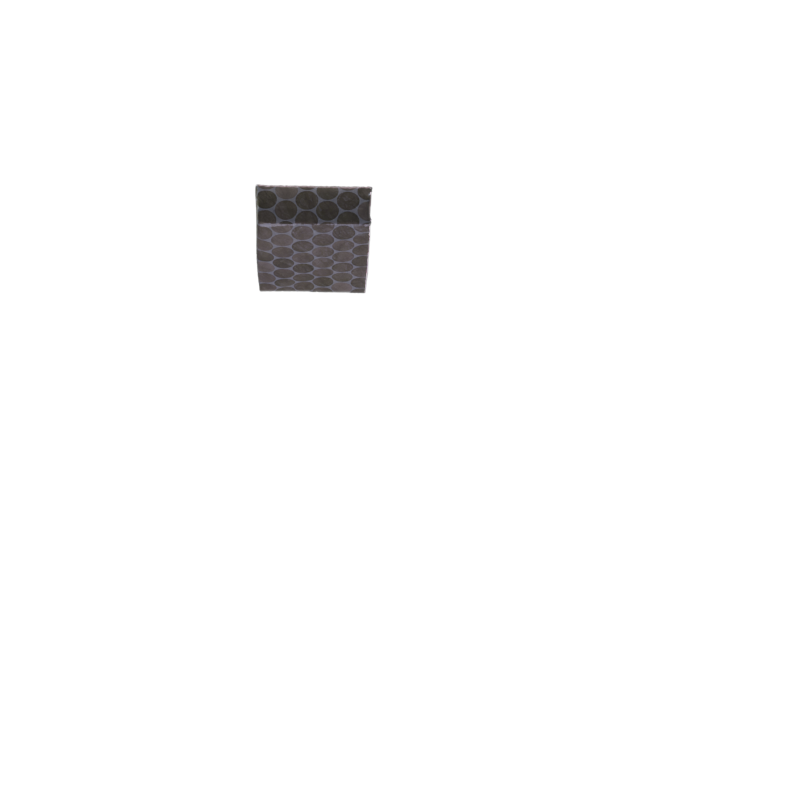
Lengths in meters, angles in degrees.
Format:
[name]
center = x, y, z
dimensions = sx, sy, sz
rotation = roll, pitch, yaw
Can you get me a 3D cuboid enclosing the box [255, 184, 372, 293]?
[box]
center = -0.069, -0.125, 0.875
dimensions = 0.090, 0.041, 0.107
rotation = 1, -23, -3
